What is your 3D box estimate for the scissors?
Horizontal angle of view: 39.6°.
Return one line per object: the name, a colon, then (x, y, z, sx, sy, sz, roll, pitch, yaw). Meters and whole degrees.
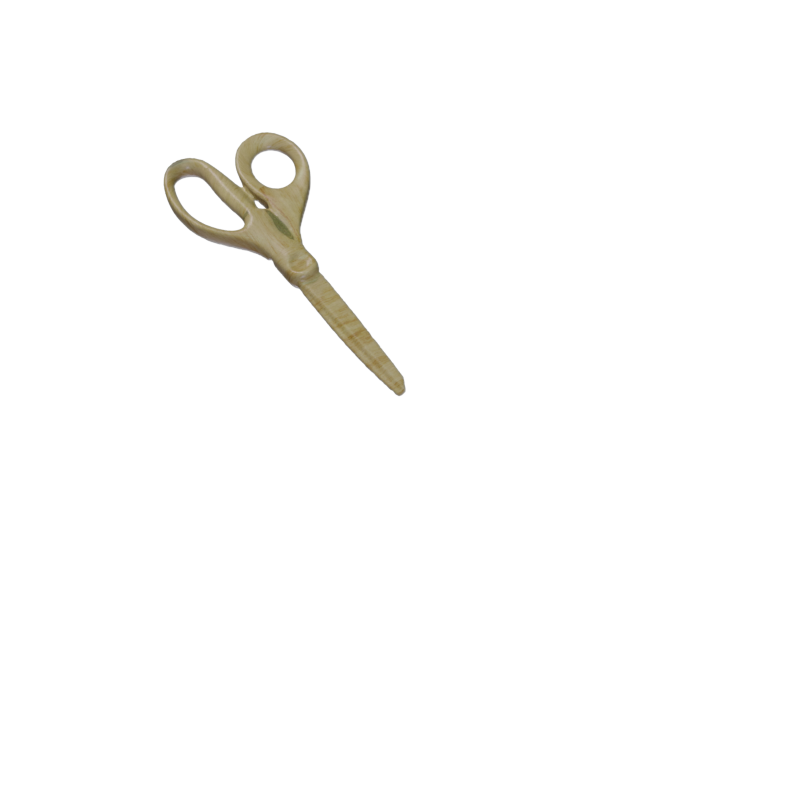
scissors: (-0.050, -0.092, 0.643, 0.212, 0.098, 0.015, 35, -27, 21)
